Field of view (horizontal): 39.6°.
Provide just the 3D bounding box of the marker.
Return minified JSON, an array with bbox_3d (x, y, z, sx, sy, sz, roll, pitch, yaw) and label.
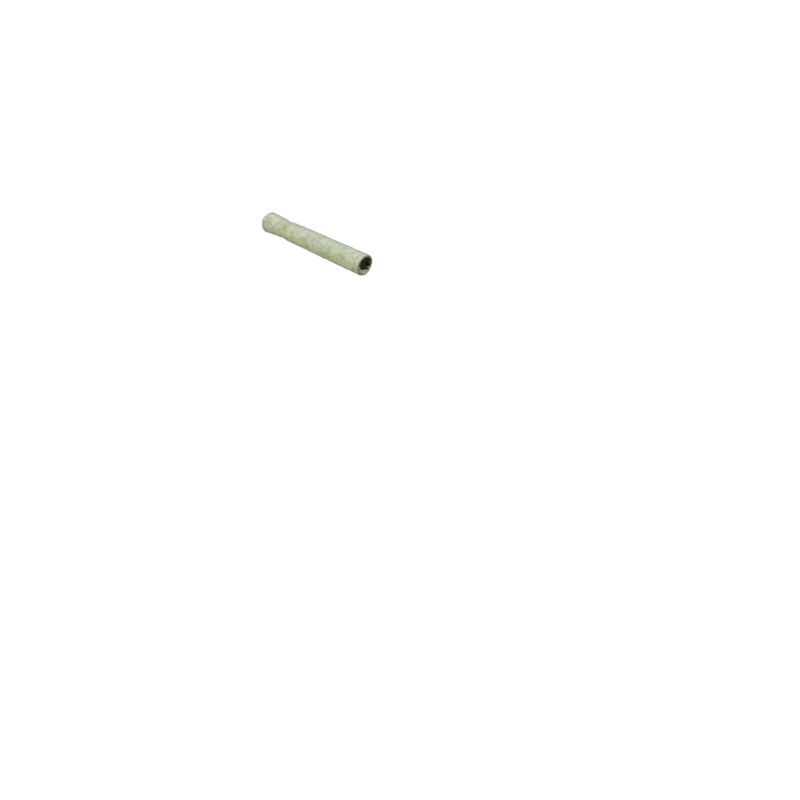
[{"bbox_3d":[-0.074,-0.135,0.946,0.129,0.019,0.019,29,21,37],"label":"marker"}]
